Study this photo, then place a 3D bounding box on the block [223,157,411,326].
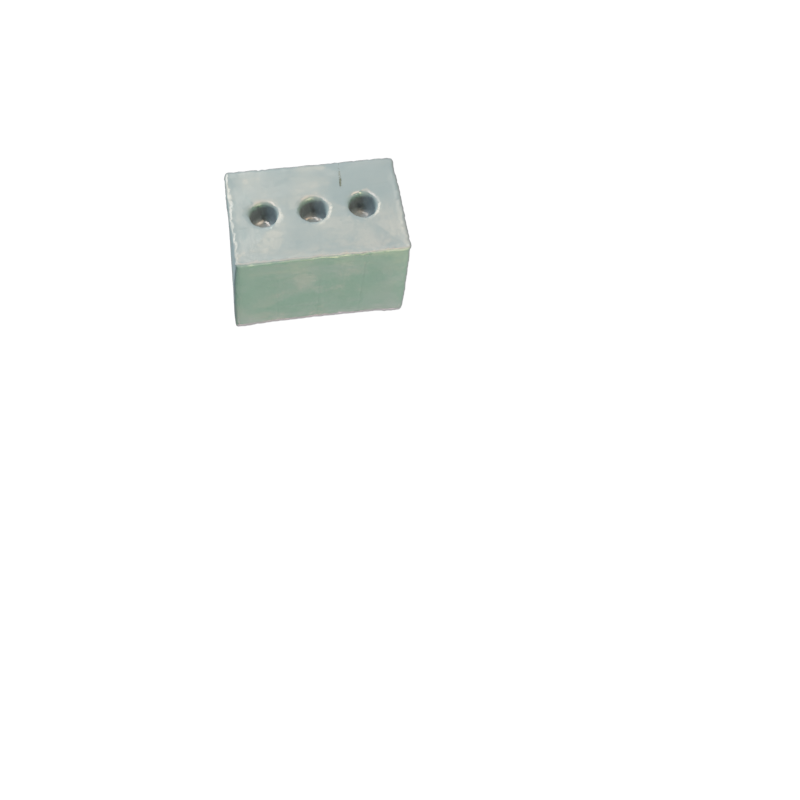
[{"bbox_3d":[-0.039,-0.072,0.501,0.077,0.056,0.048,-7,-30,-5],"label":"block"}]
